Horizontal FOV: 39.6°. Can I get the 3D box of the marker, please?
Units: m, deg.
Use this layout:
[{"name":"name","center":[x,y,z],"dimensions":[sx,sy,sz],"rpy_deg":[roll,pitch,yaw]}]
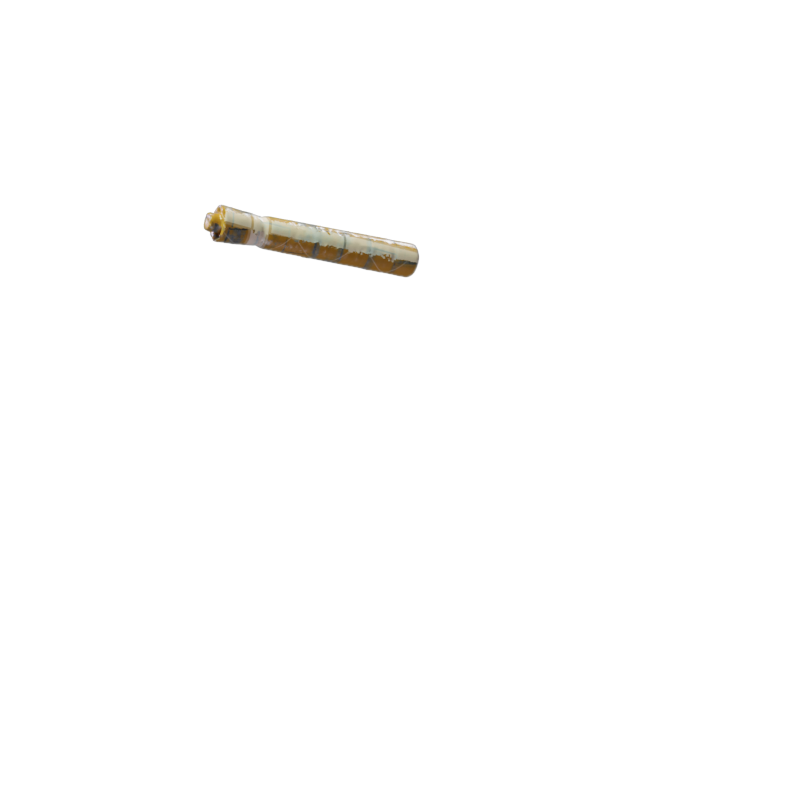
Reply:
[{"name":"marker","center":[-0.045,-0.082,0.575],"dimensions":[0.116,0.020,0.020],"rpy_deg":[7,0,-29]}]
